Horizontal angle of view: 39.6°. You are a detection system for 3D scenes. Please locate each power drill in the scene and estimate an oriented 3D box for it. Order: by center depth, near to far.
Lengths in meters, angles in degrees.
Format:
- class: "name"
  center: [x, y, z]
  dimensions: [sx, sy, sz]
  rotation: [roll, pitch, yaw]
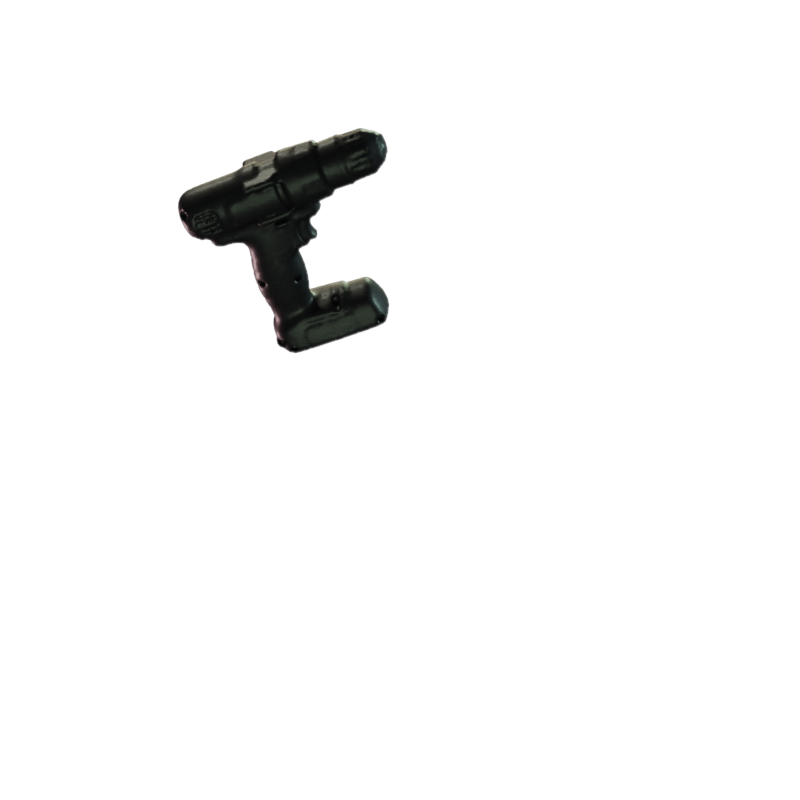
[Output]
- class: "power drill"
  center: [-0.075, -0.138, 0.964]
  dimensions: [0.185, 0.174, 0.061]
  rotation: [-17, 36, 12]
